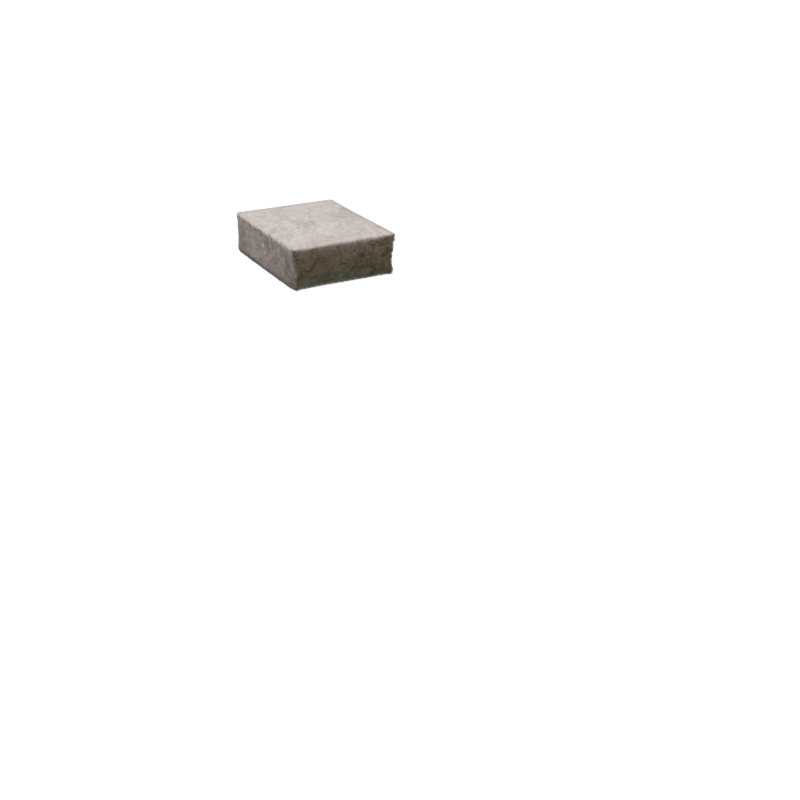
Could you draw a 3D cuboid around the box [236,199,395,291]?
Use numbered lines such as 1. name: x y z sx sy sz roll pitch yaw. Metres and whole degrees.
1. box: -0.070 -0.128 0.897 0.088 0.037 0.122 -13 30 -26
